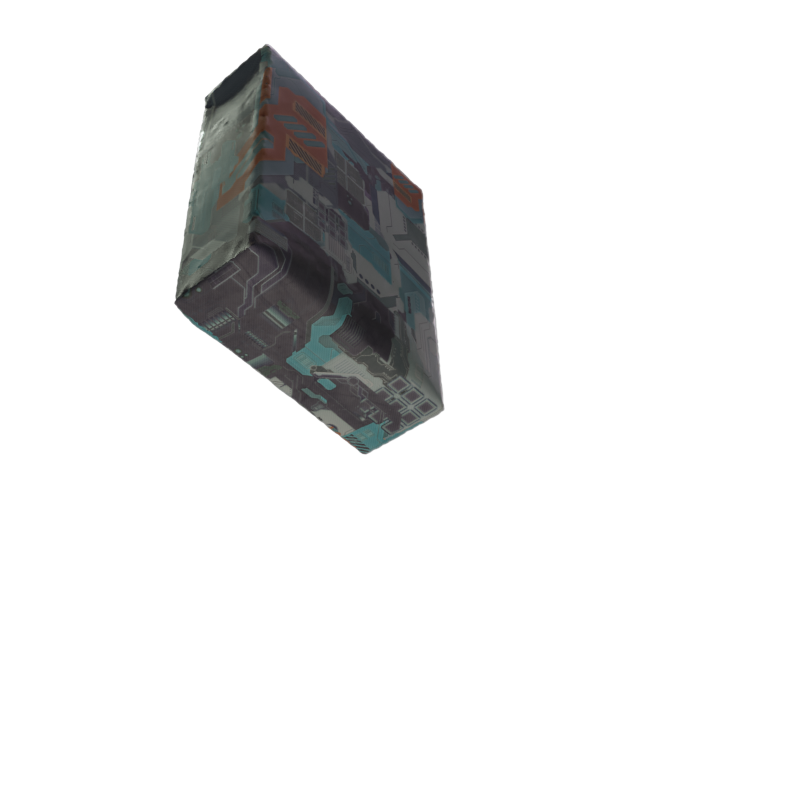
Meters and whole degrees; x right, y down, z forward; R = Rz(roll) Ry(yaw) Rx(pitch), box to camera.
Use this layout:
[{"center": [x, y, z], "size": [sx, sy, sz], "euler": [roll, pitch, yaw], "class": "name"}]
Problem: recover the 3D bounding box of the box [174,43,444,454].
[{"center": [-0.054, -0.099, 0.691], "size": [0.071, 0.229, 0.154], "euler": [-34, -54, 25], "class": "box"}]
